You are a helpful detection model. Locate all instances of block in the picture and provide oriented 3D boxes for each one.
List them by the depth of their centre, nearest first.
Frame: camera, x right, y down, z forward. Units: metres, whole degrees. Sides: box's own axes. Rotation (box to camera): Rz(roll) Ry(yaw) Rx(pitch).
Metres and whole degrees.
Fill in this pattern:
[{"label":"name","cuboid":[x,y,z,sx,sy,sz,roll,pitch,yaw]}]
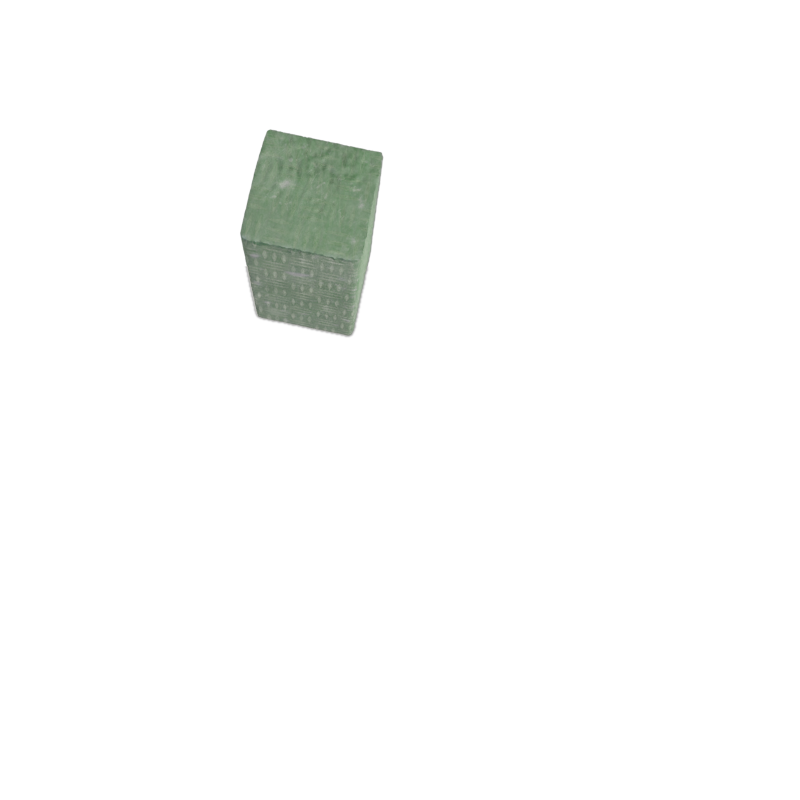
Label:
[{"label":"block","cuboid":[-0.070,-0.127,0.893,0.091,0.093,0.199,12,-14,-1]}]
